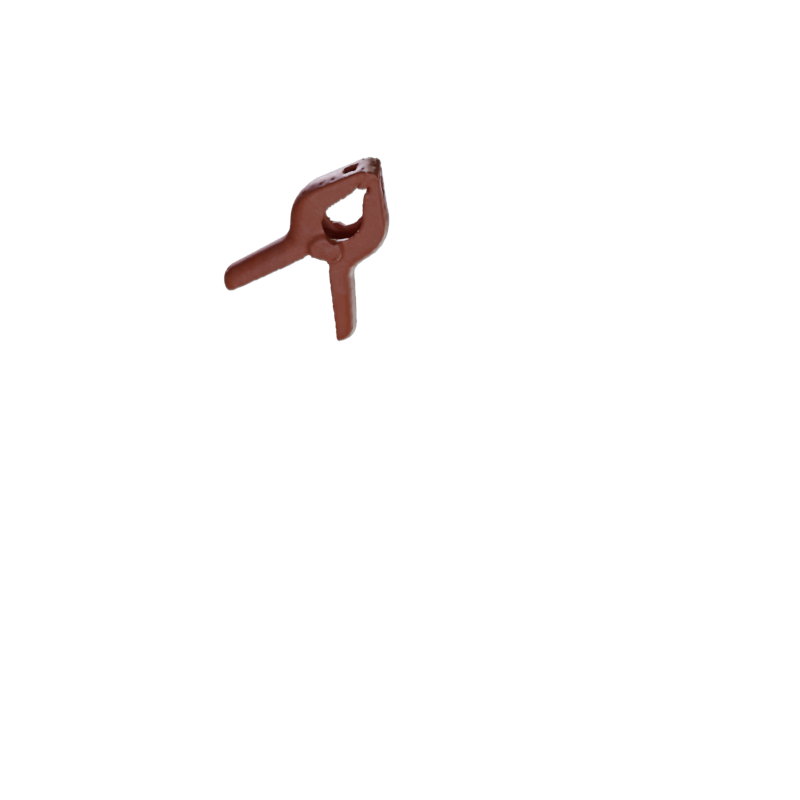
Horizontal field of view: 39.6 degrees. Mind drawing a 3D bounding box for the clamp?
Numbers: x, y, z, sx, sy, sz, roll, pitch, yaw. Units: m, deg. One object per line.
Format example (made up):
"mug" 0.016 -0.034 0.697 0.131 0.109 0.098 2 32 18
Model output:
"clamp" -0.071 -0.129 0.904 0.118 0.164 0.042 16 34 -11
